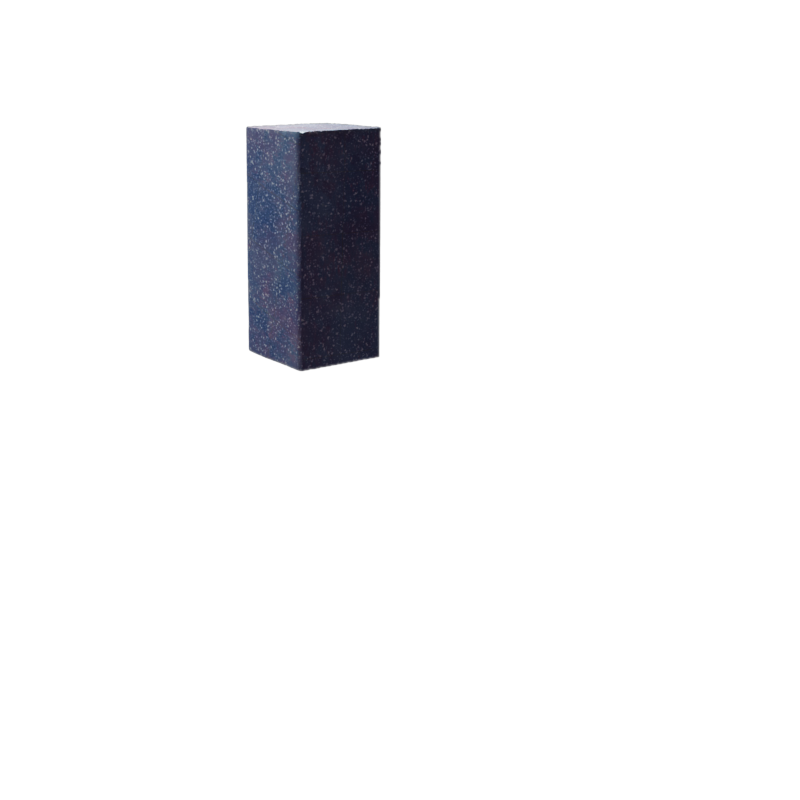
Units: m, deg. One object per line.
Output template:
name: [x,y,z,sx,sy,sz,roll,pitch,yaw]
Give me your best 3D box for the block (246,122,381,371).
block: [-0.077,-0.141,0.991,0.088,0.201,0.095,-7,13,-36]
